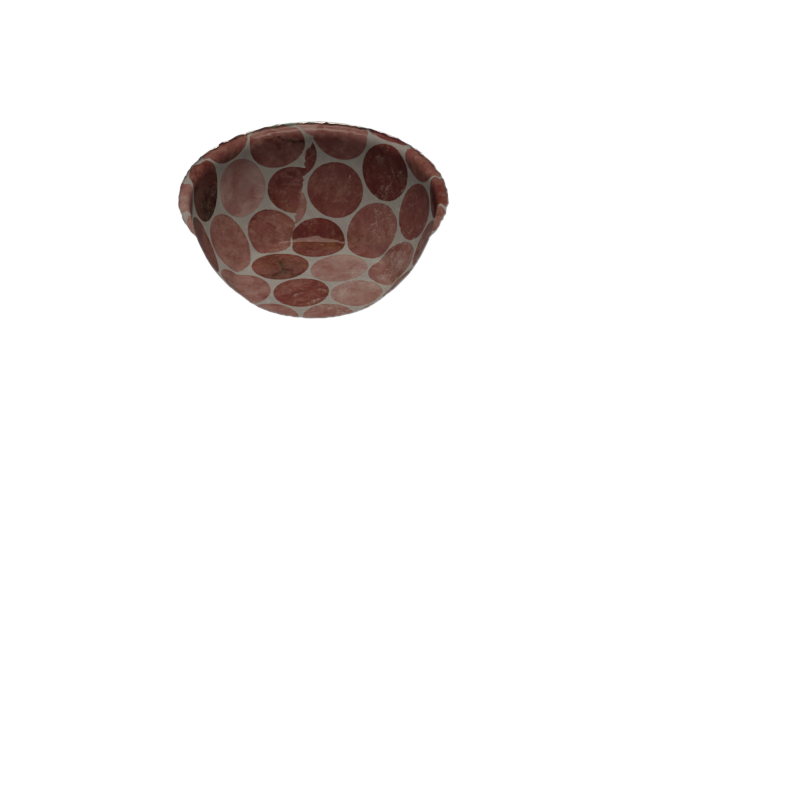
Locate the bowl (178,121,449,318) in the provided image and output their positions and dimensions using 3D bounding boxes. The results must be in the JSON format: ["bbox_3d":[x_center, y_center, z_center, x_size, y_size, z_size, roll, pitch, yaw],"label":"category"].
[{"bbox_3d":[-0.051,-0.093,0.652,0.162,0.058,0.153,1,-26,-2],"label":"bowl"}]
